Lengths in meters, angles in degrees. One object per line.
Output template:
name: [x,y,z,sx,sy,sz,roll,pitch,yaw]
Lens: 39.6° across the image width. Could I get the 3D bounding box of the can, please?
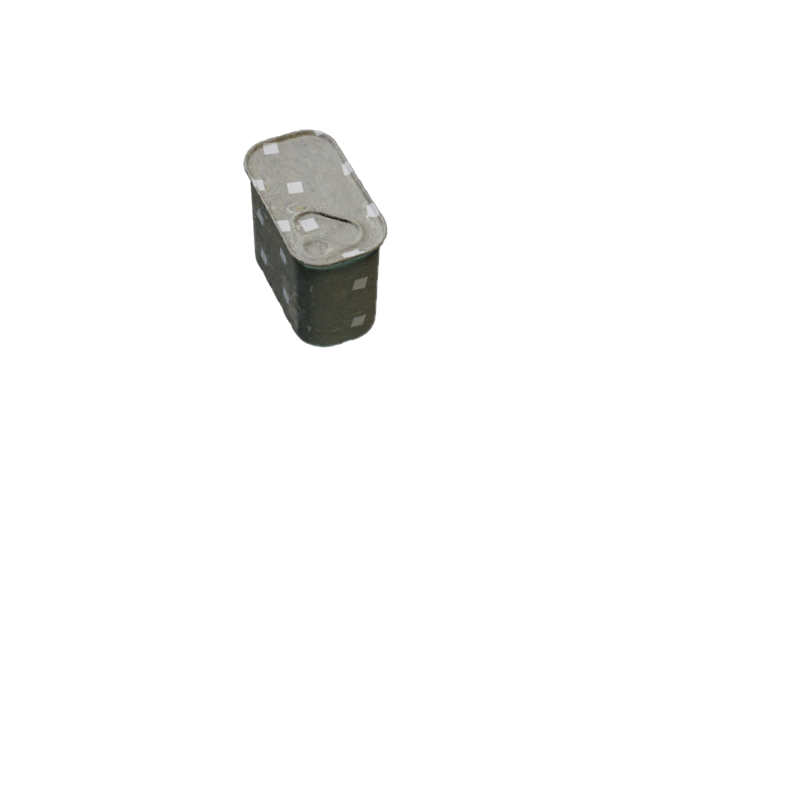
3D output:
can: [-0.051,-0.093,0.651,0.057,0.110,0.078,-19,-35,-16]
